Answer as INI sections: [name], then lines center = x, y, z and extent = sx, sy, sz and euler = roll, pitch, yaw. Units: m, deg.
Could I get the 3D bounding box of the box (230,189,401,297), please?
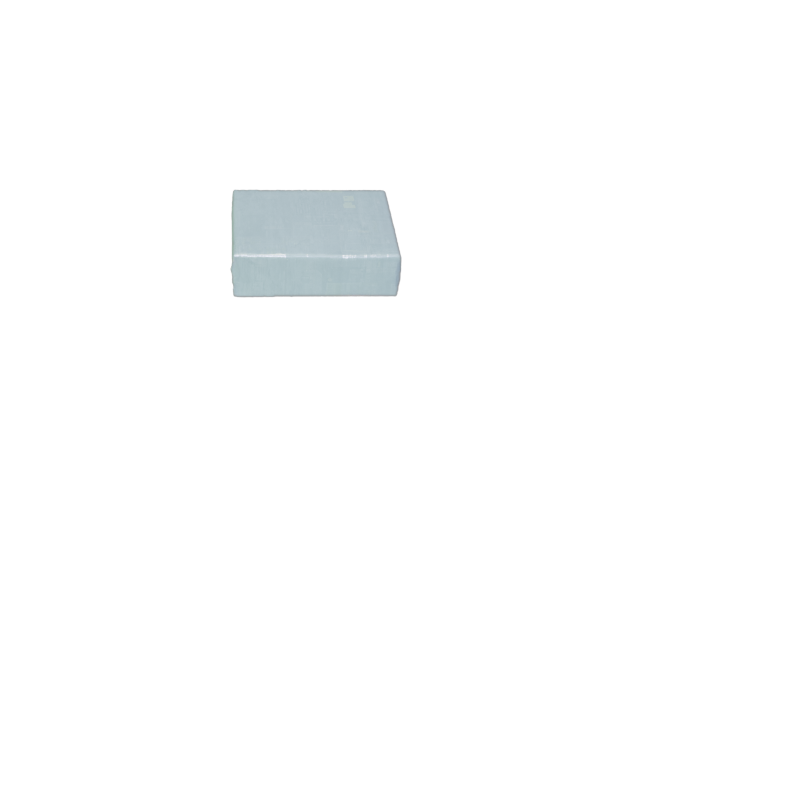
[box]
center = -0.060, -0.109, 0.763
extent = 0.113, 0.036, 0.096
euler = -3, 36, -4
